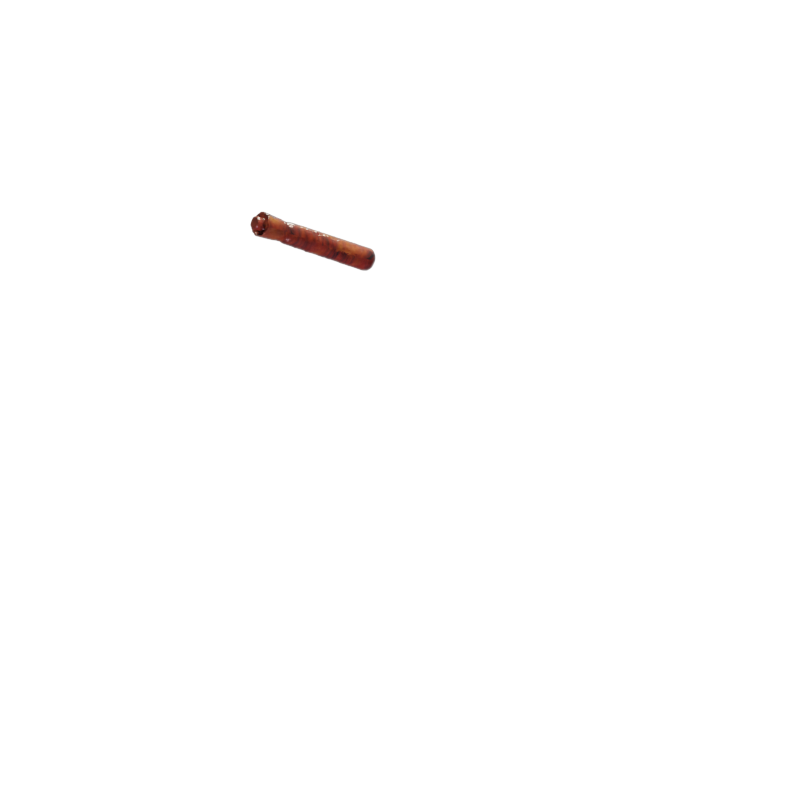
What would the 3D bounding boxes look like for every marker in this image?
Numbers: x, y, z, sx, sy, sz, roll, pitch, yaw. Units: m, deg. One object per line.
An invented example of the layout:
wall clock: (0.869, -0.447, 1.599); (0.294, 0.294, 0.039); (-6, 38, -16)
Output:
marker: (-0.066, -0.120, 0.844); (0.021, 0.020, 0.114); (4, -6, 45)
